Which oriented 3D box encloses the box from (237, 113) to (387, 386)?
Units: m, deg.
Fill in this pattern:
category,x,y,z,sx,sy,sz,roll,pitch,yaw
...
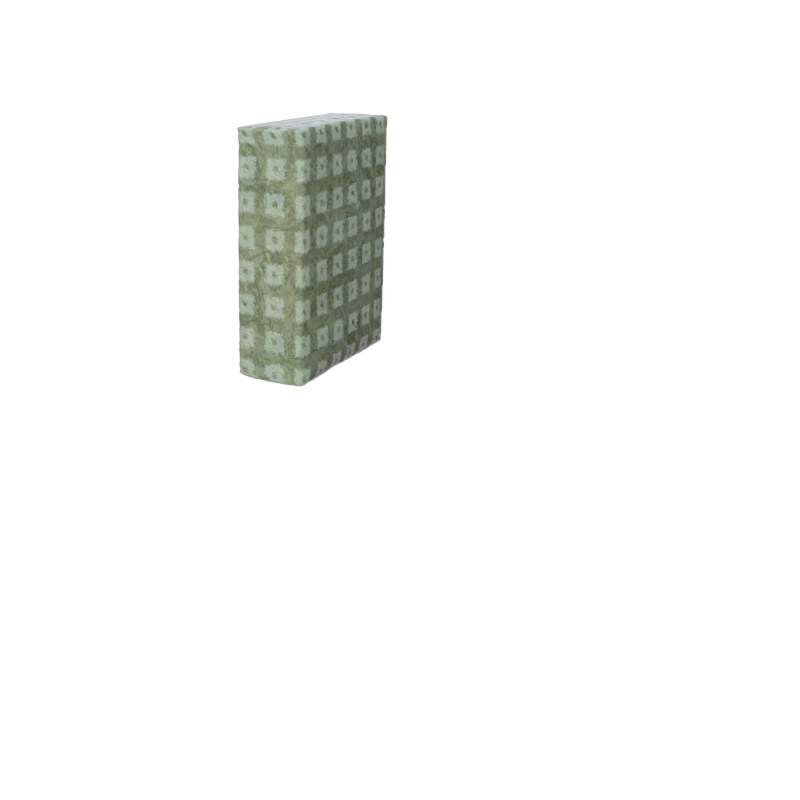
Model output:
category,x,y,z,sx,sy,sz,roll,pitch,yaw
box,-0.076,-0.138,0.970,0.074,0.208,0.163,6,15,24
